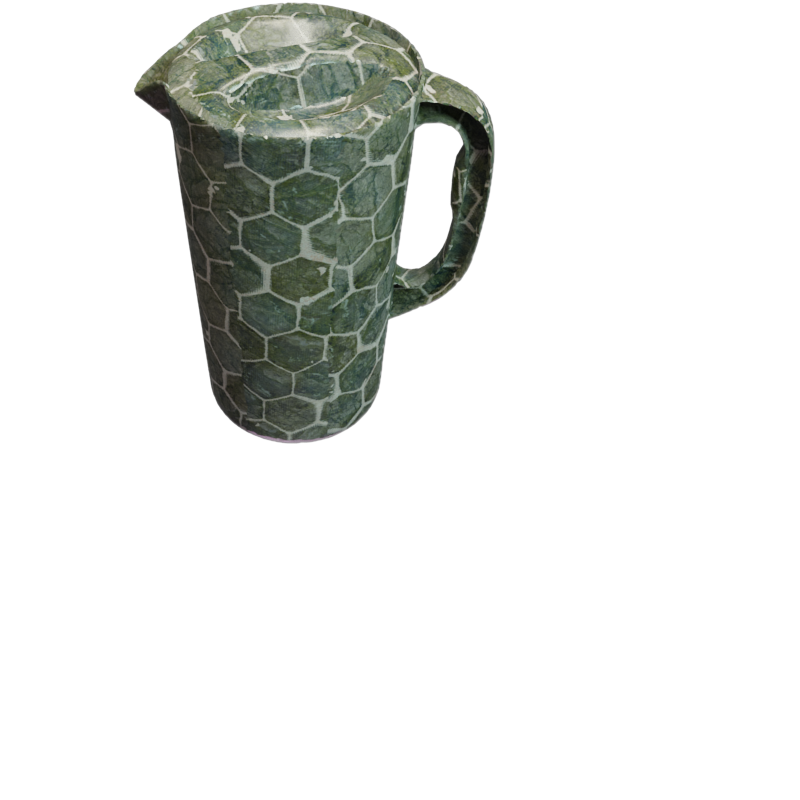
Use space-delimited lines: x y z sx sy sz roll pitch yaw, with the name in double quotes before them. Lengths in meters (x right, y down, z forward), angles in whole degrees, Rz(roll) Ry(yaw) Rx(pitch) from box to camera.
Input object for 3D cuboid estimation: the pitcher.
"pitcher" -0.049 -0.090 0.630 0.145 0.226 0.160 -29 52 -29
